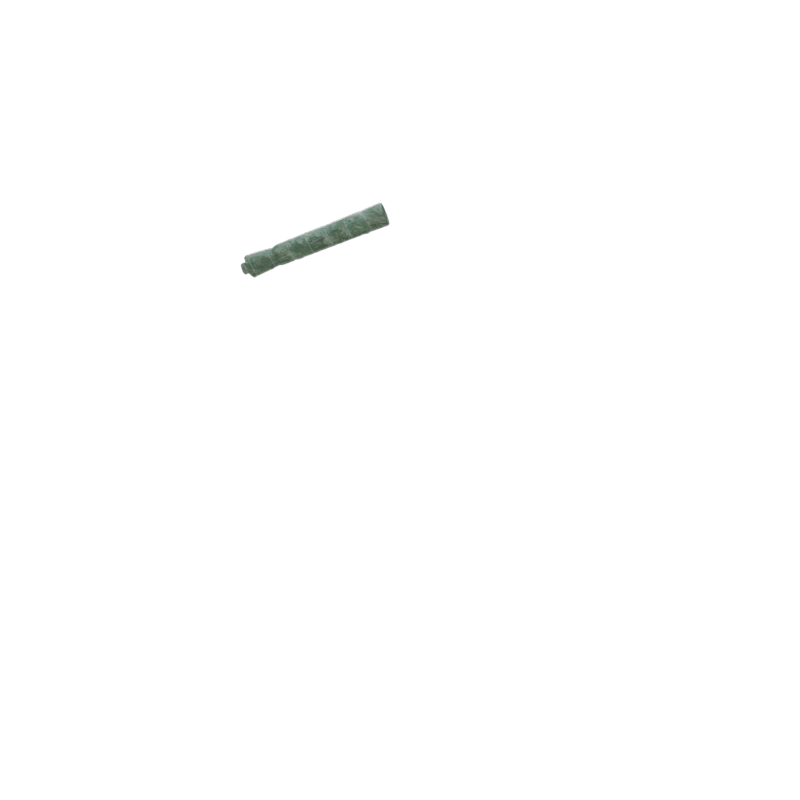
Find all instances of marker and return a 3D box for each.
[{"bbox_3d":[-0.068,-0.123,0.864,0.121,0.020,0.020,-20,1,10],"label":"marker"}]
